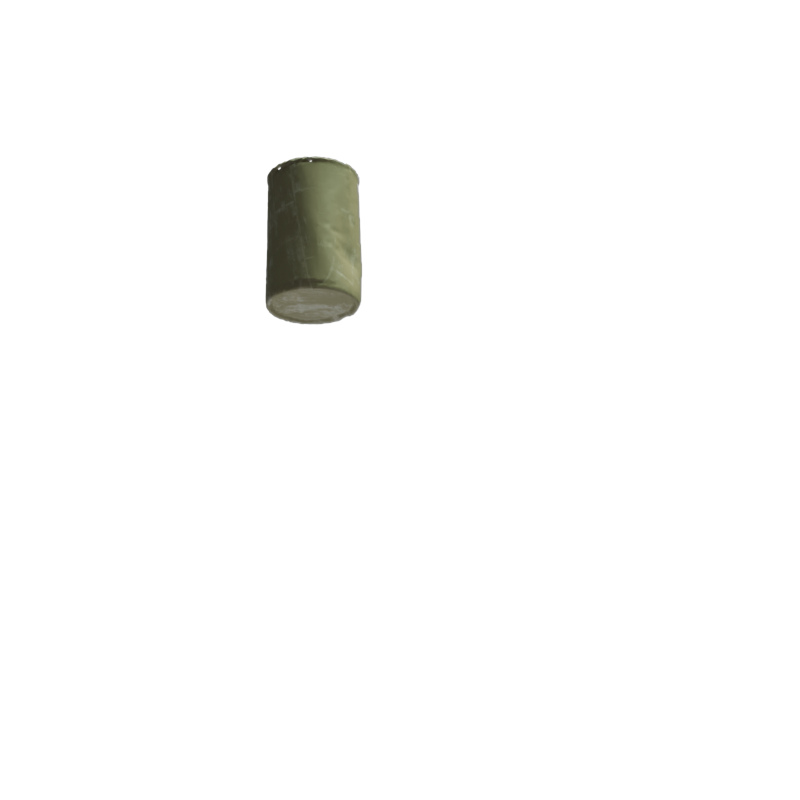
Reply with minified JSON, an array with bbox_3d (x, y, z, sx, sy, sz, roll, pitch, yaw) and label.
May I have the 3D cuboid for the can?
[{"bbox_3d":[-0.062,-0.113,0.791,0.068,0.108,0.065,0,-23,-2],"label":"can"}]
